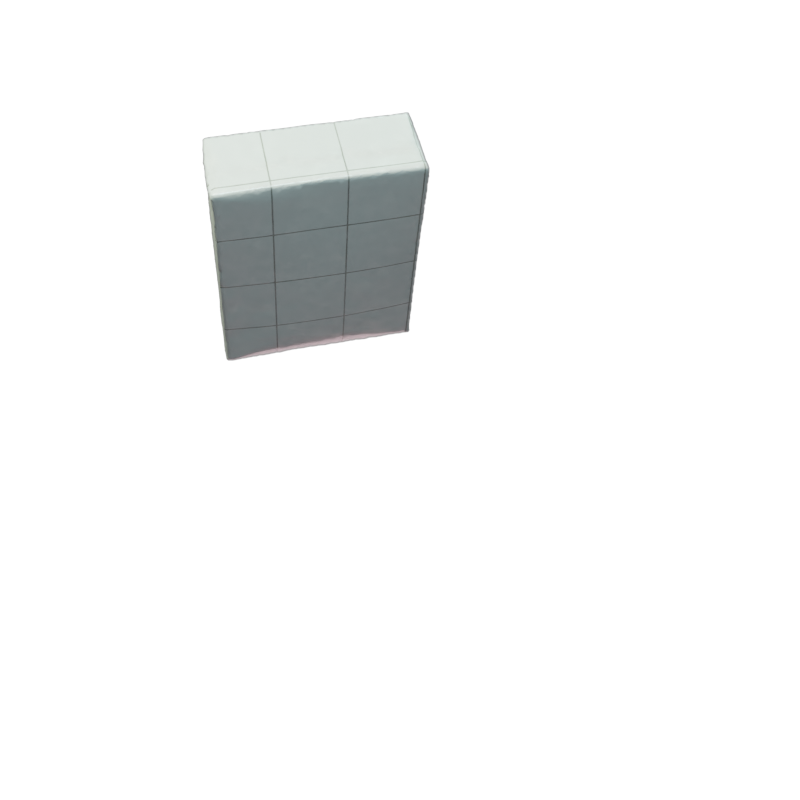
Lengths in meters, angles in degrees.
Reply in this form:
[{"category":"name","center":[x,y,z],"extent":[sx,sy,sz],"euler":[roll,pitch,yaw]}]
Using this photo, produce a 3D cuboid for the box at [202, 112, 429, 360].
[{"category":"box","center":[-0.070,-0.128,0.900],"extent":[0.163,0.077,0.200],"euler":[-8,-34,-9]}]
